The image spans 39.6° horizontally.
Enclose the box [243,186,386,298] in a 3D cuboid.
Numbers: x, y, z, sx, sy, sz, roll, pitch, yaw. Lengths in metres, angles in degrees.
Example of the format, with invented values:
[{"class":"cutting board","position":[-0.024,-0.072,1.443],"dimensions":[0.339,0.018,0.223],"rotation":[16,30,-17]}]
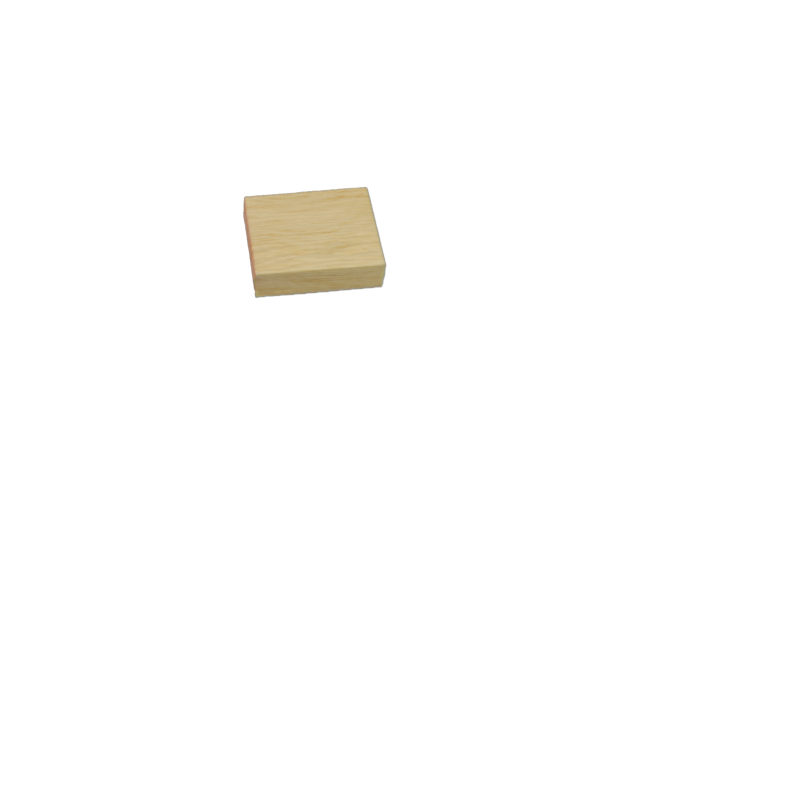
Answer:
[{"class":"box","position":[-0.075,-0.136,0.952],"dimensions":[0.113,0.097,0.036],"rotation":[-7,-38,-6]}]
